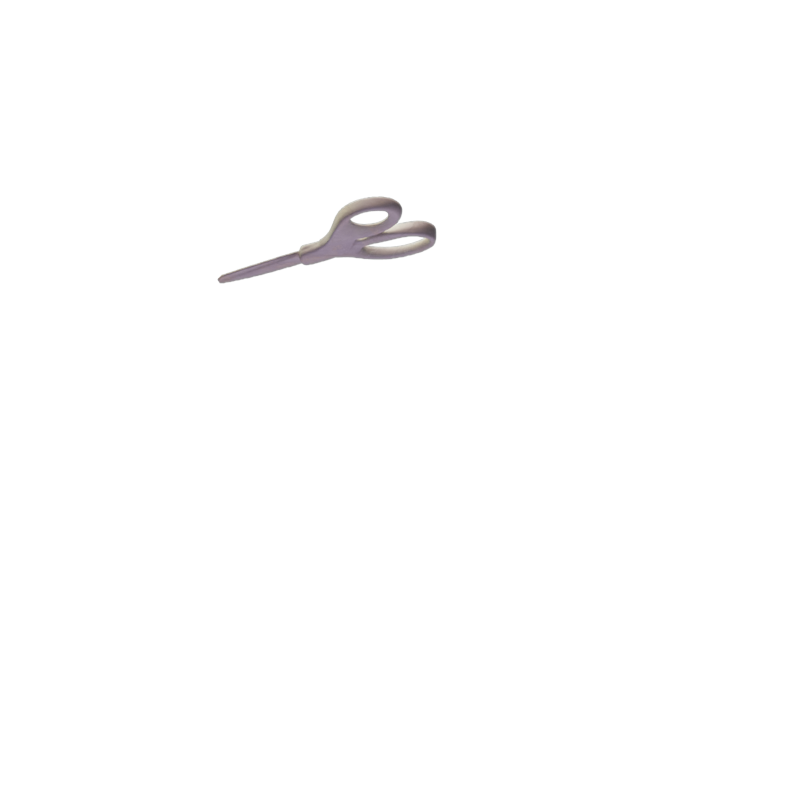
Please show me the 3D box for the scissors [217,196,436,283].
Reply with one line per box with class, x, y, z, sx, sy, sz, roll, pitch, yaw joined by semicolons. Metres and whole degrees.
scissors;-0.072;-0.132;0.923;0.204;0.017;0.090;-6;-24;13
